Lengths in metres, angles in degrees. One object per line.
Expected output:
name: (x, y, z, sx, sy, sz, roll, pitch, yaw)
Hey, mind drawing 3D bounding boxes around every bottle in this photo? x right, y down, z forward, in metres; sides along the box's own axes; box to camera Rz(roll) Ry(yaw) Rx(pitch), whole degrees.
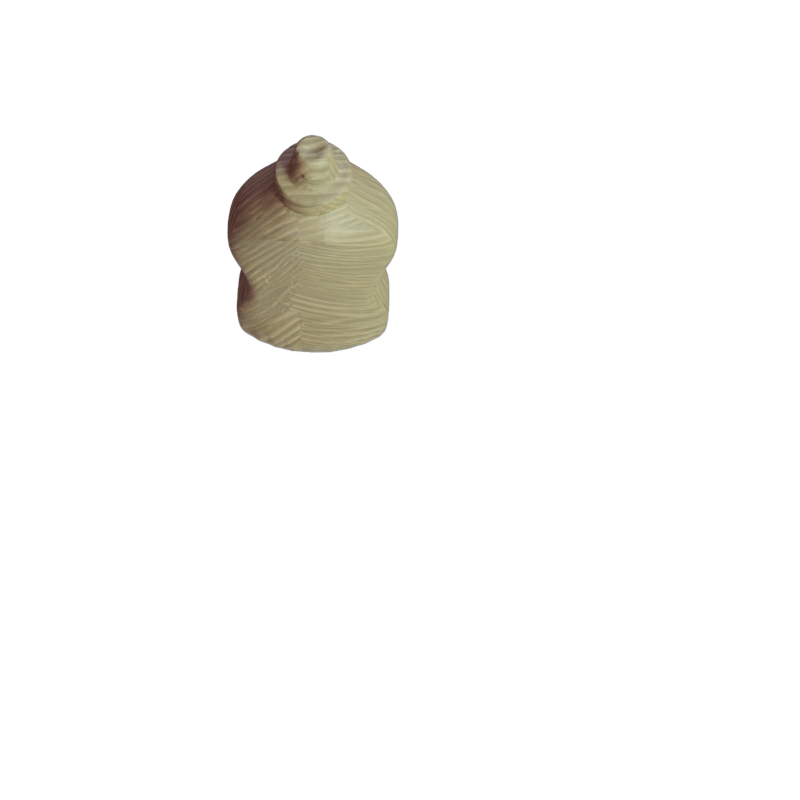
bottle: (-0.050, -0.091, 0.639, 0.096, 0.062, 0.181, 5, -24, -1)
